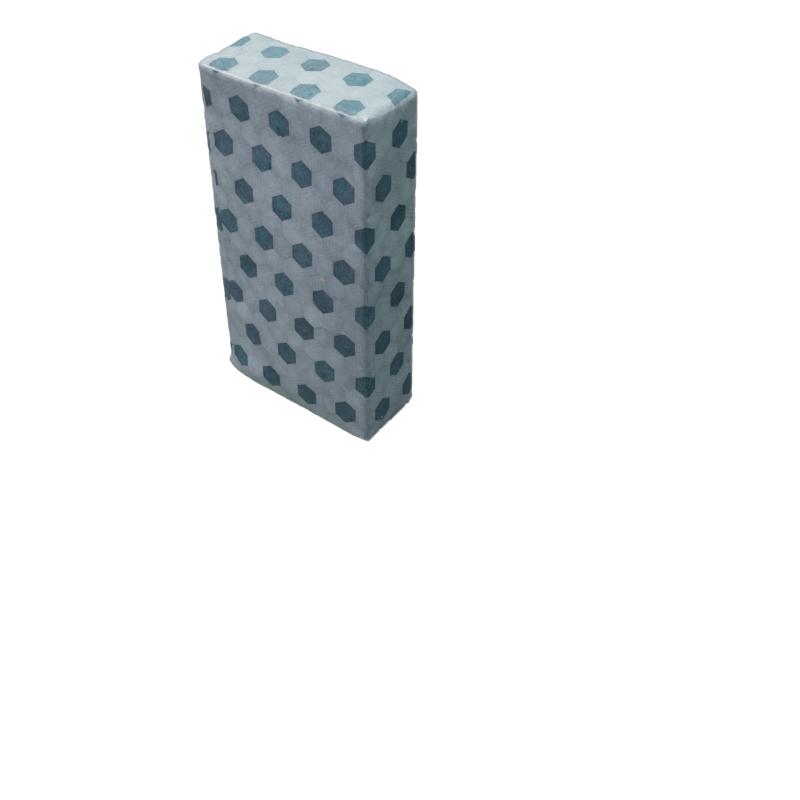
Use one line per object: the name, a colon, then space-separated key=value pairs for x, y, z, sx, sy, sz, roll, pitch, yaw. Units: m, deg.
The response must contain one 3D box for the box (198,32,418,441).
box: x=-0.040 y=-0.073 z=0.514 sx=0.099 sy=0.165 sz=0.048 roll=27 pitch=43 yaw=28
